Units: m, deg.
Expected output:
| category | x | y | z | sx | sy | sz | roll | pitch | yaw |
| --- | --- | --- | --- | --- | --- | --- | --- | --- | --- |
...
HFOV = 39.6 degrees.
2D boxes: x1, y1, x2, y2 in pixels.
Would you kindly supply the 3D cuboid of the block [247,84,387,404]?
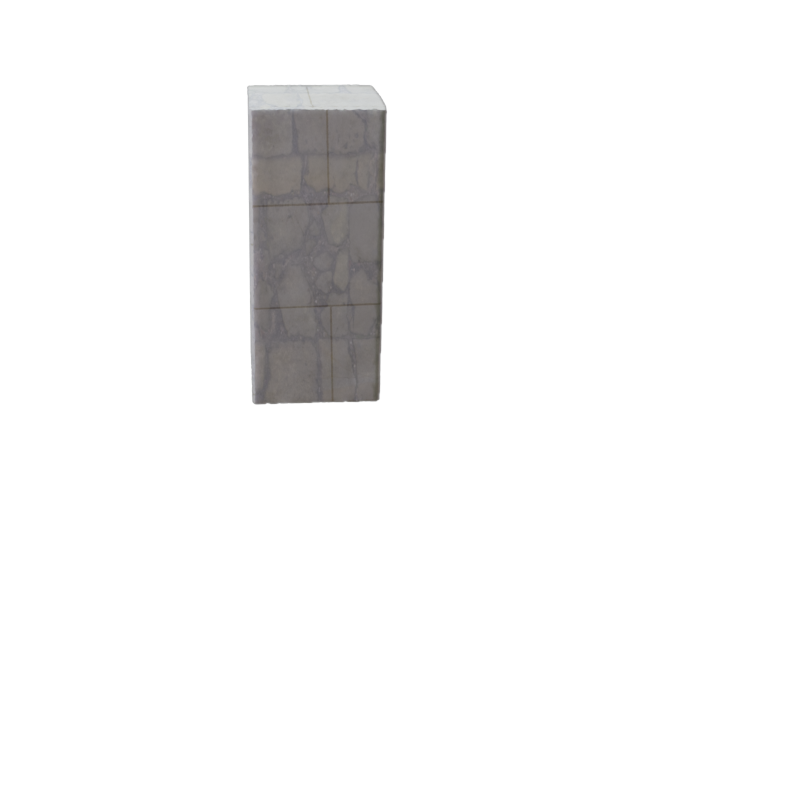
| category | x | y | z | sx | sy | sz | roll | pitch | yaw |
| --- | --- | --- | --- | --- | --- | --- | --- | --- | --- |
| block | -0.060 | -0.111 | 0.775 | 0.090 | 0.197 | 0.095 | -1 | 20 | -6 |
